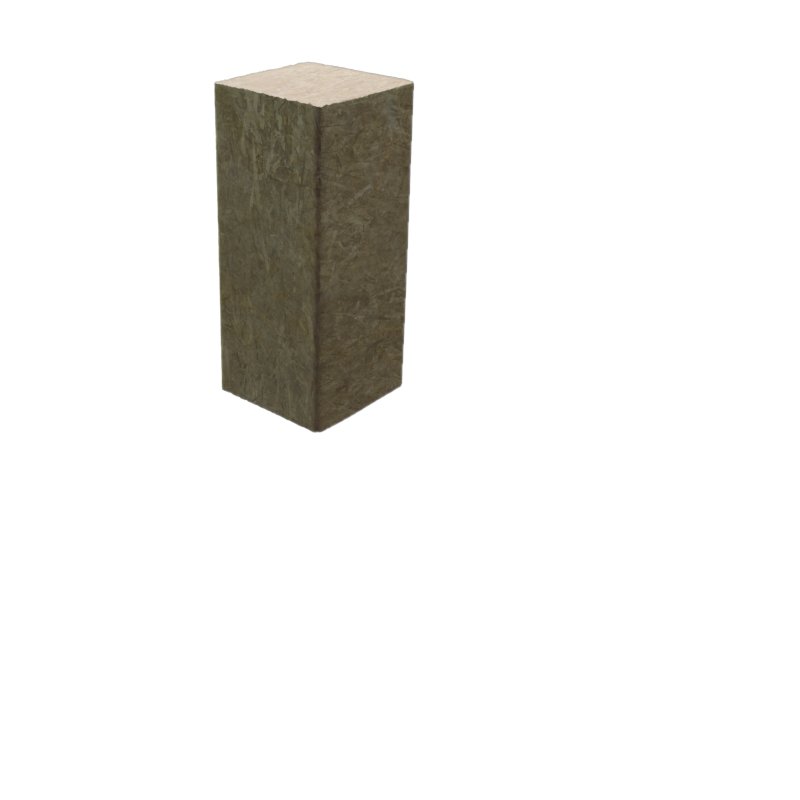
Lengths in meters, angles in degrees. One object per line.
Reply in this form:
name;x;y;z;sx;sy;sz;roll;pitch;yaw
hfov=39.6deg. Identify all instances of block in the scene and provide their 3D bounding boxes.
block;-0.054;-0.100;0.701;0.096;0.196;0.089;19;28;36
